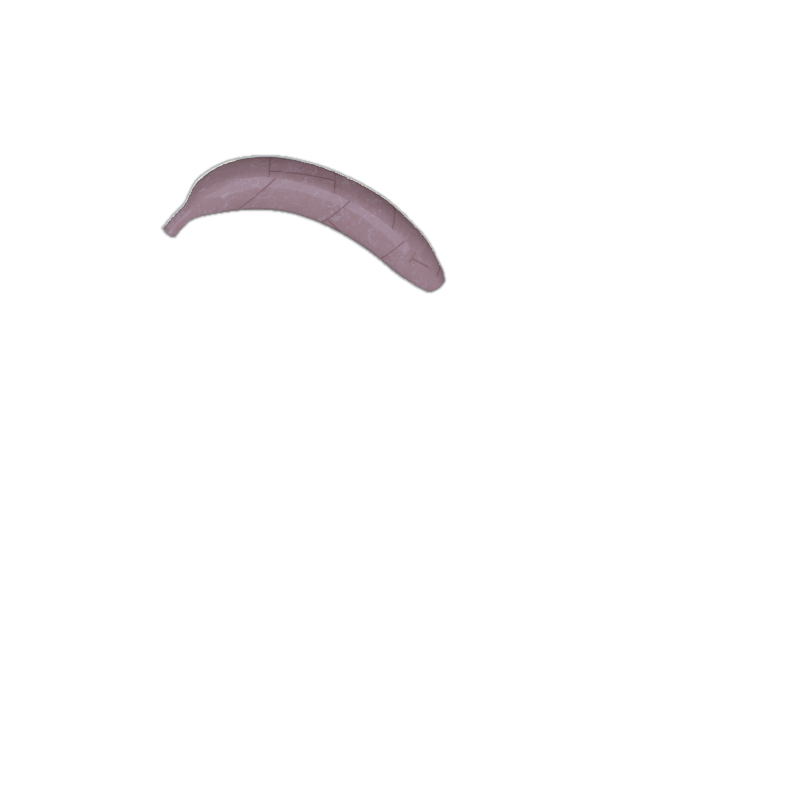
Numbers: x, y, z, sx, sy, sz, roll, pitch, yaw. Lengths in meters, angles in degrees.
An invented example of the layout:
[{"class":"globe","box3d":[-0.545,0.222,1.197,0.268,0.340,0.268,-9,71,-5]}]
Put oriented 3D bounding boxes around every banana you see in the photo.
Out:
[{"class":"banana","box3d":[-0.060,-0.128,0.764,0.197,0.068,0.038,12,14,-3]}]
